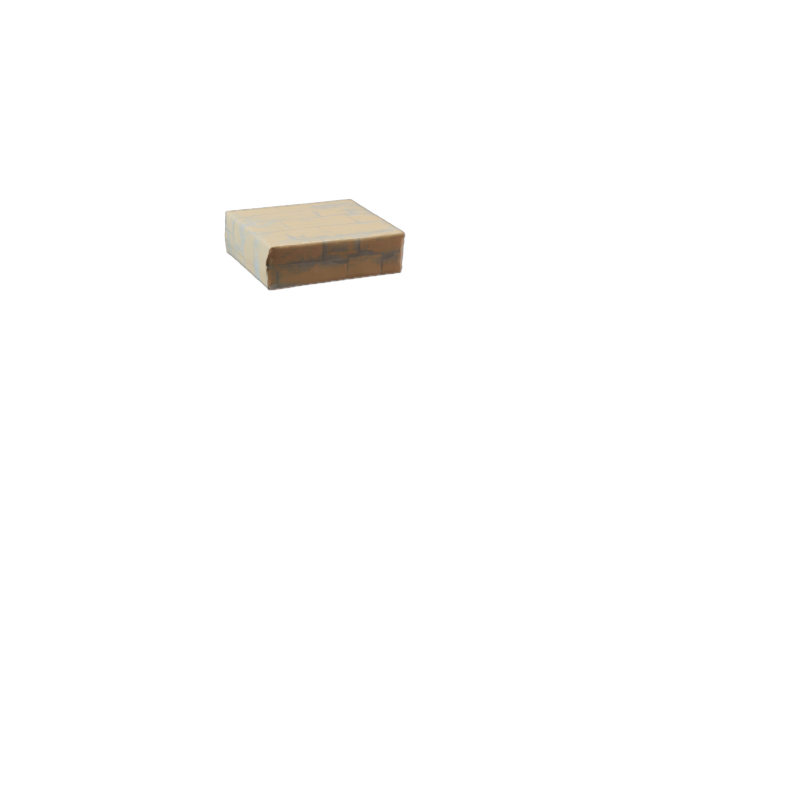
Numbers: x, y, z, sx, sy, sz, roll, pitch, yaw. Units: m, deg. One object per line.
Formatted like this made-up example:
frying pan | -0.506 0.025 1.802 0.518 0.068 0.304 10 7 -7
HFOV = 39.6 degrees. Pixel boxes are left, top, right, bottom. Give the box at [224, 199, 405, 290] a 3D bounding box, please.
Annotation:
box | -0.066 -0.120 0.843 0.111 0.037 0.096 -12 28 -24
